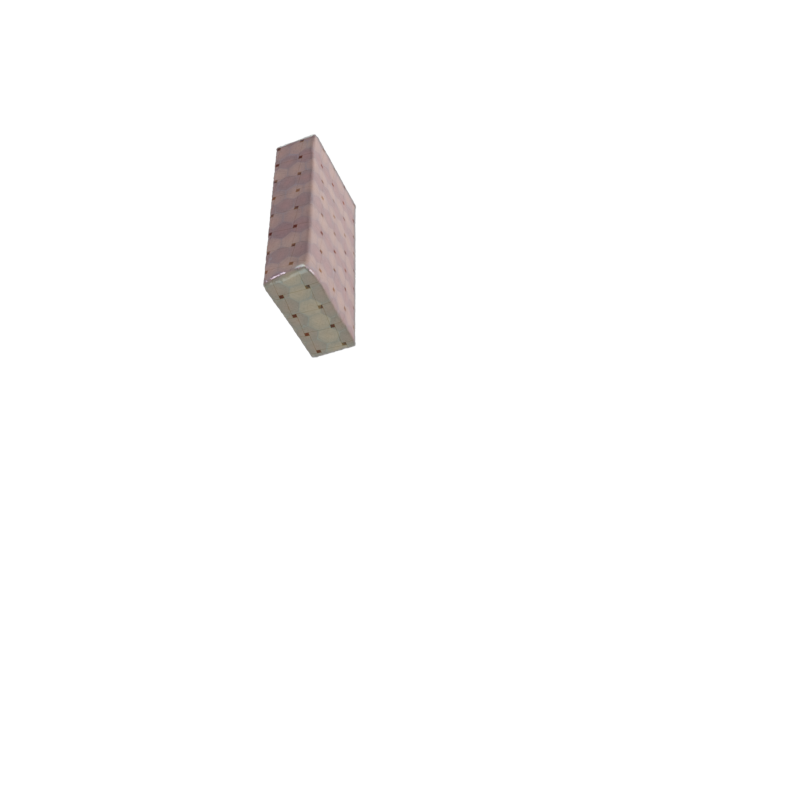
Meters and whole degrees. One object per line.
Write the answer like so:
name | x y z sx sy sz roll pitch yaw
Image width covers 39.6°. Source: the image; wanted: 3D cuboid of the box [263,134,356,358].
box | -0.073 -0.132 0.928 0.048 0.189 0.086 -19 -48 14
